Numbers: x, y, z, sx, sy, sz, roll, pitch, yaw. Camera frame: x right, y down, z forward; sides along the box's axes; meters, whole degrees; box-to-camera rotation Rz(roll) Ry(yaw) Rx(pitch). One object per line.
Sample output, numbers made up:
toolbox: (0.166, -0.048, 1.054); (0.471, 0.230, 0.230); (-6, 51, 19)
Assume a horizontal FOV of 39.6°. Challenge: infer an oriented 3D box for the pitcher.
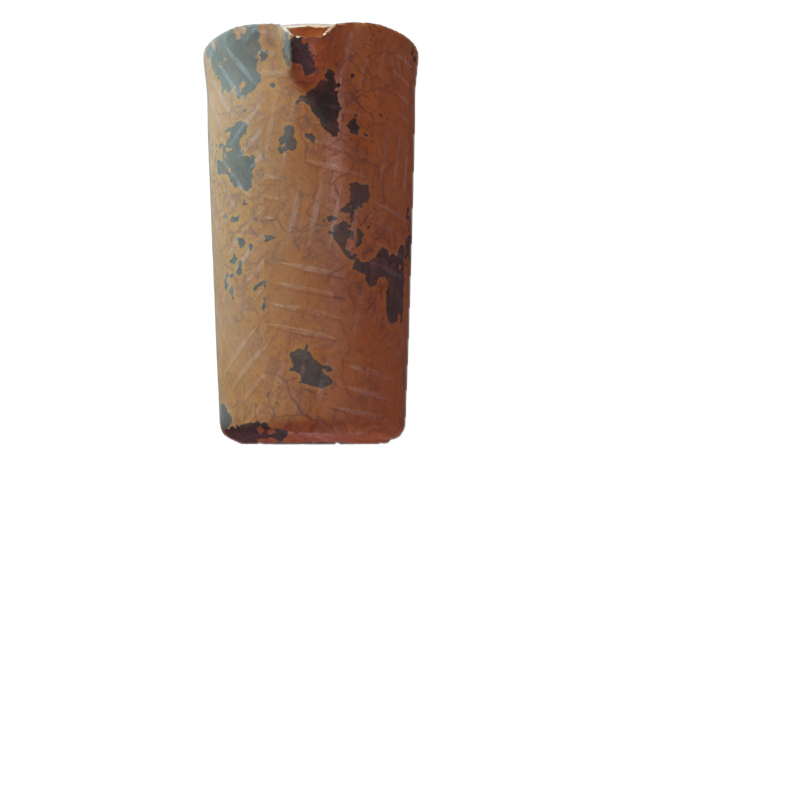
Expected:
pitcher: (-0.053, -0.097, 0.676); (0.149, 0.249, 0.142); (-9, -12, 42)
